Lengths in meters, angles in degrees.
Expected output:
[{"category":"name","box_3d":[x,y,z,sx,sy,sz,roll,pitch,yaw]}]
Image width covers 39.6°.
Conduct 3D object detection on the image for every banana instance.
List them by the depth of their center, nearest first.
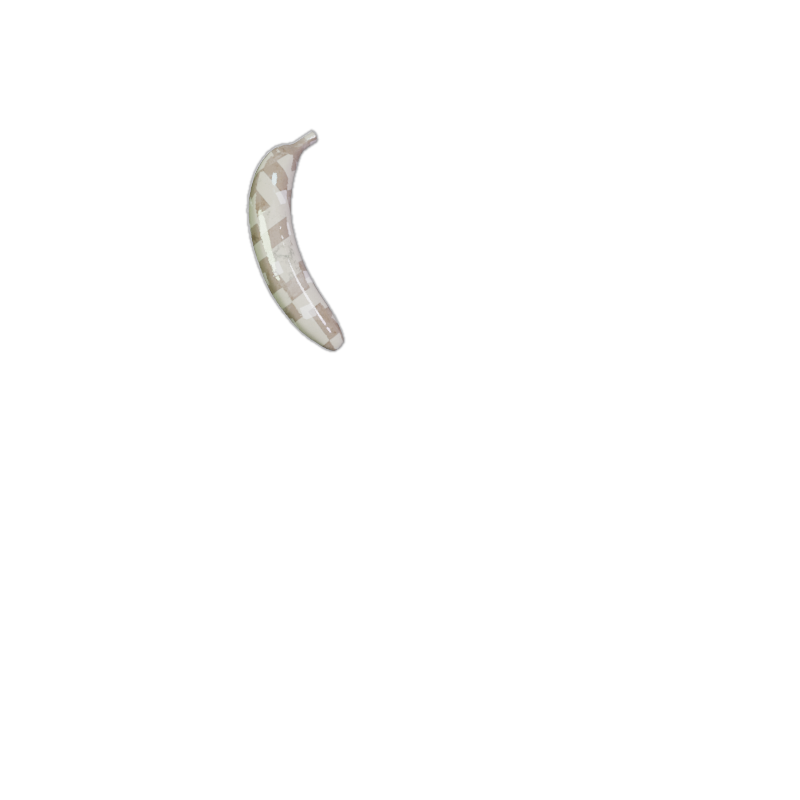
[{"category":"banana","box_3d":[-0.093,-0.137,0.948,0.069,0.204,0.036,-7,-12,-2]}]
